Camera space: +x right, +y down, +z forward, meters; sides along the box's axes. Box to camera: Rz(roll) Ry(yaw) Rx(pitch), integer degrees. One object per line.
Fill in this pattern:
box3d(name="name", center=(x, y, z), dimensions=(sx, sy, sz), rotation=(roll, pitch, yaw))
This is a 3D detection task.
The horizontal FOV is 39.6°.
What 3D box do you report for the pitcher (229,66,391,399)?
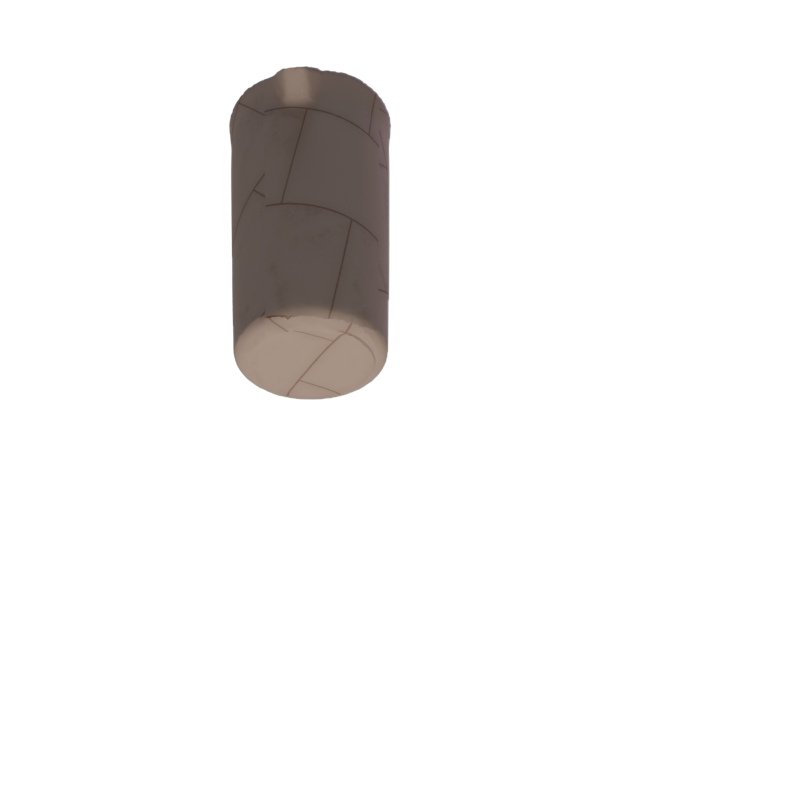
box3d(name="pitcher", center=(-0.067, -0.121, 0.850), dimensions=(0.141, 0.260, 0.143), rotation=(25, -45, -32))
